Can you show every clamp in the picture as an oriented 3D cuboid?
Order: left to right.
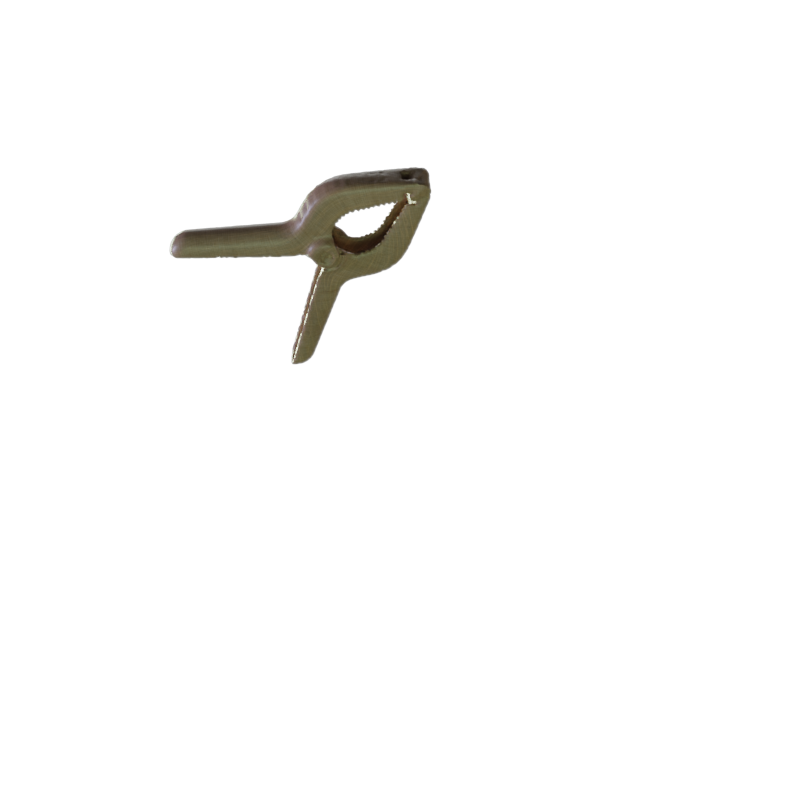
[{"bbox_3d":[-0.070,-0.127,0.889,0.208,0.039,0.155,-37,-59,27],"label":"clamp"}]
